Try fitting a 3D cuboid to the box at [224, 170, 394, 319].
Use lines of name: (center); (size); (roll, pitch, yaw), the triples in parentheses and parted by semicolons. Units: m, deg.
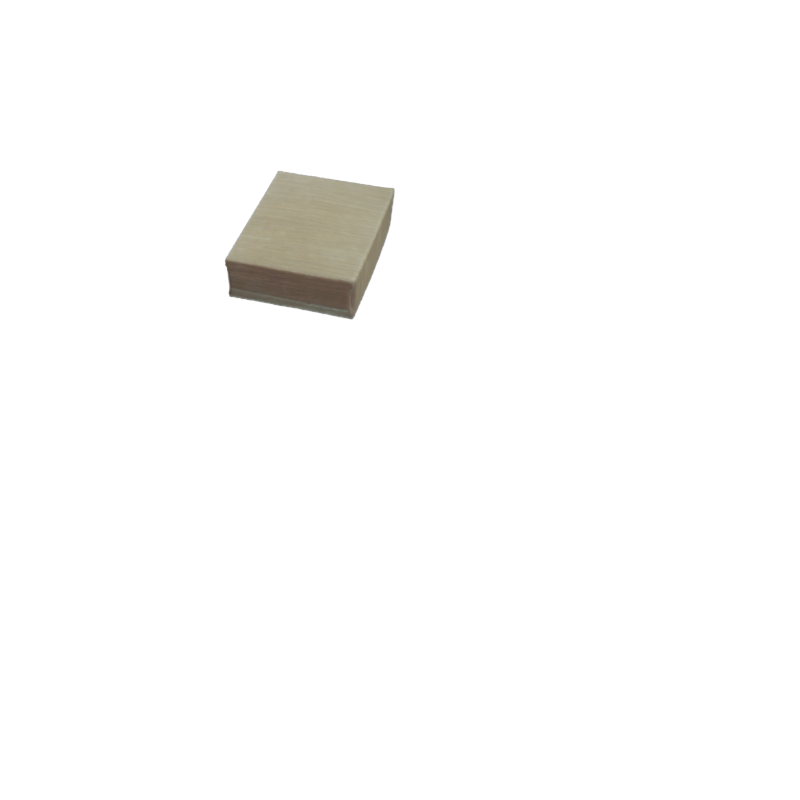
box: (-0.060, -0.110, 0.769); (0.092, 0.036, 0.119); (10, 42, 11)
